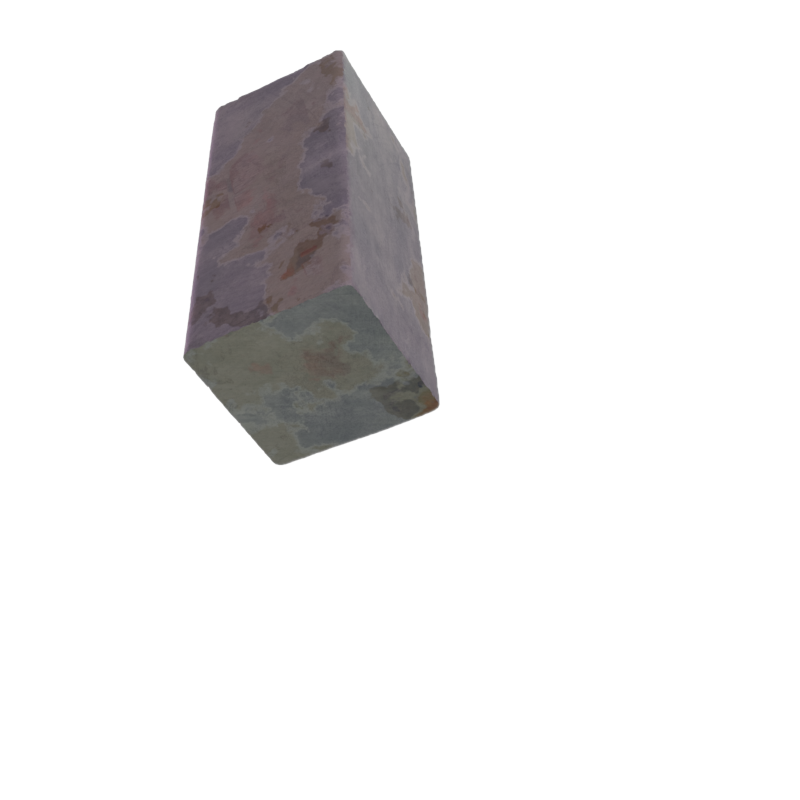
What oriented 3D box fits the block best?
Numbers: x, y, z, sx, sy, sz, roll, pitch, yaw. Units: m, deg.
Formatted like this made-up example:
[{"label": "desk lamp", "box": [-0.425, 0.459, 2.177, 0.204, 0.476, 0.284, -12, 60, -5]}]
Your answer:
[{"label": "block", "box": [-0.046, -0.083, 0.584, 0.090, 0.221, 0.084, -22, -50, 16]}]
